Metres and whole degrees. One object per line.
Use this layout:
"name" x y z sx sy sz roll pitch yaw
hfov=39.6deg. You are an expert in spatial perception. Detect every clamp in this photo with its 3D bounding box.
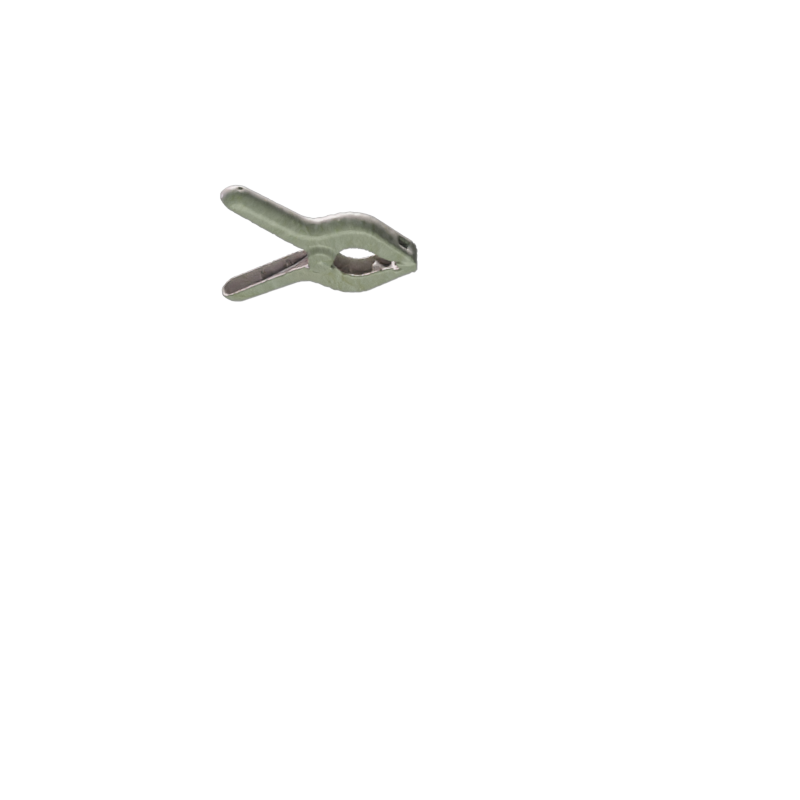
"clamp" -0.072 -0.132 0.922 0.172 0.042 0.111 -3 -39 4
